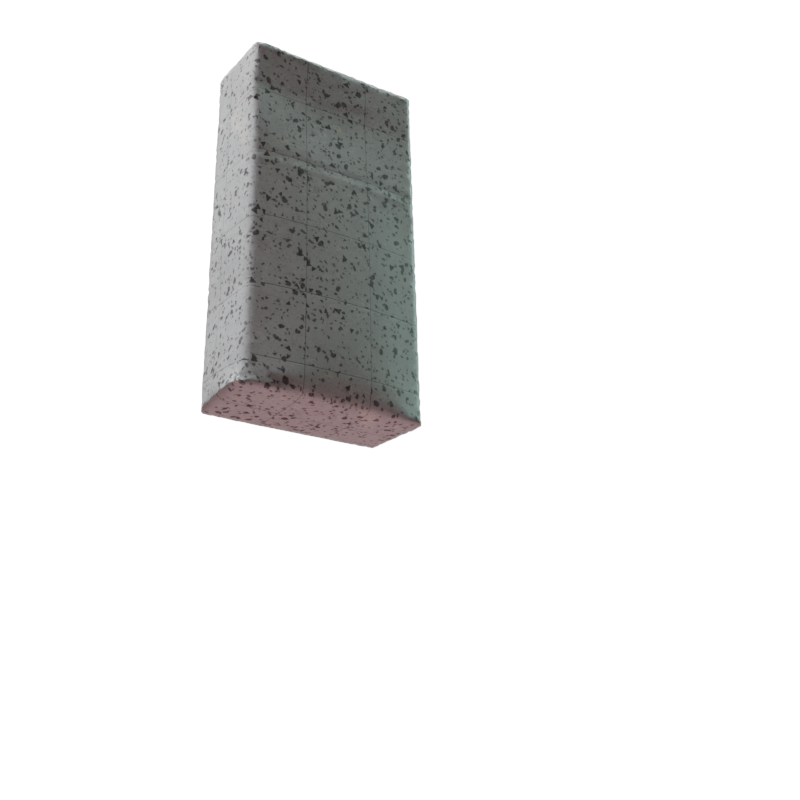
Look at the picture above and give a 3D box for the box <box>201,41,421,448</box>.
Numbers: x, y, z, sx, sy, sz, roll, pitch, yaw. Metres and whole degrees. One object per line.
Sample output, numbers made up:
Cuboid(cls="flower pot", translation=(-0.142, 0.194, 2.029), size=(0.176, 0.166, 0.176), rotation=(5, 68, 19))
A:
Cuboid(cls="box", translation=(-0.041, -0.074, 0.521), size=(0.089, 0.187, 0.047), rotation=(15, -33, -29))
